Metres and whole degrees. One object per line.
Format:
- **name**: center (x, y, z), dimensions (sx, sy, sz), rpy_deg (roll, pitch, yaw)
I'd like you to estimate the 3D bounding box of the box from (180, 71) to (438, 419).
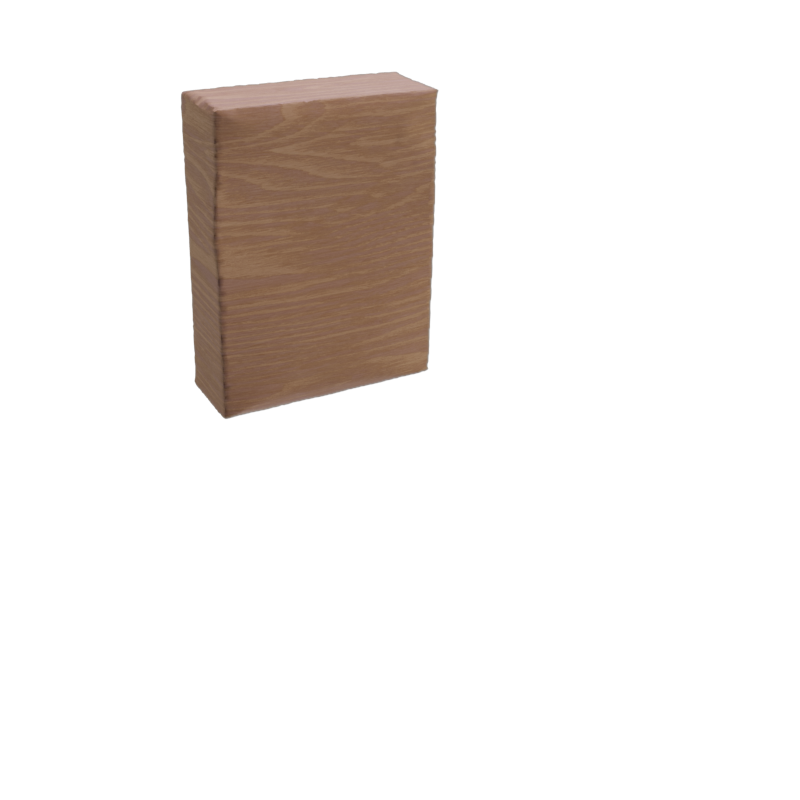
- **box**: center (-0.060, -0.109, 0.763), dimensions (0.161, 0.204, 0.077), rpy_deg (-11, 25, -25)
